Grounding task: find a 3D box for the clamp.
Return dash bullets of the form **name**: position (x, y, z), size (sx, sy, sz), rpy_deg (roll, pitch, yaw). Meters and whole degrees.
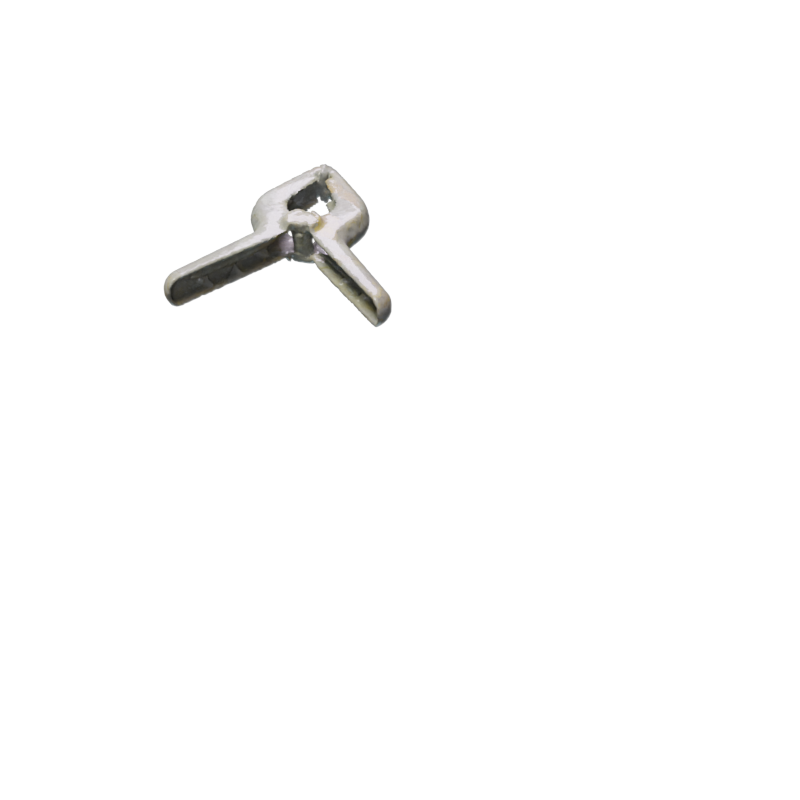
- **clamp**: position (-0.067, -0.122, 0.856), size (0.169, 0.034, 0.219), rpy_deg (10, 37, 13)
